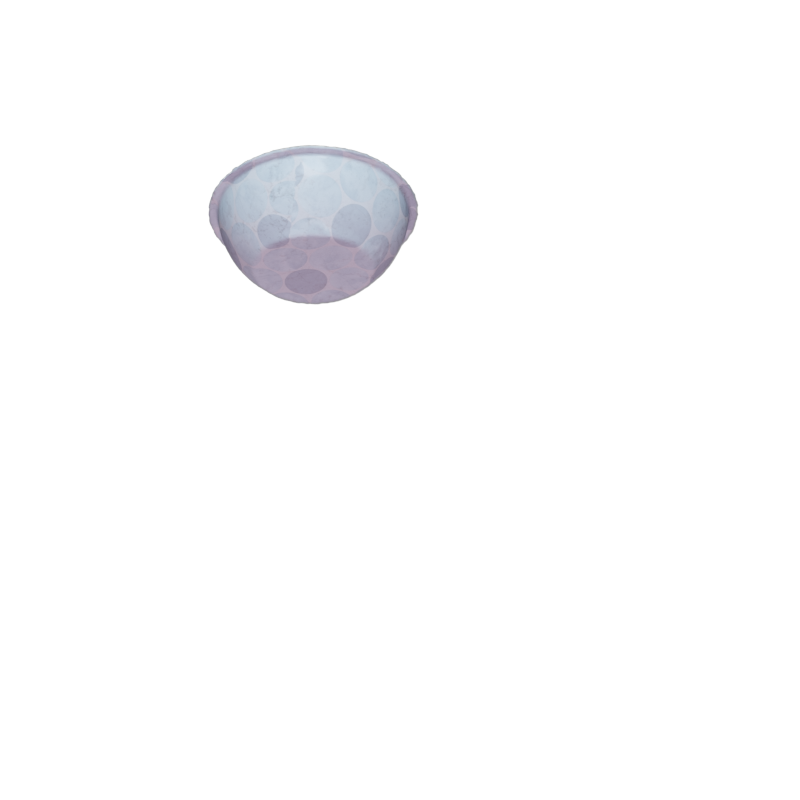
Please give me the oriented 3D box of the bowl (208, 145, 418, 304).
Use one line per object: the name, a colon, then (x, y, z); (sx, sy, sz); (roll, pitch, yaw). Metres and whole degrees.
bowl: (-0.066, -0.120, 0.841); (0.162, 0.059, 0.152); (1, -31, -2)
